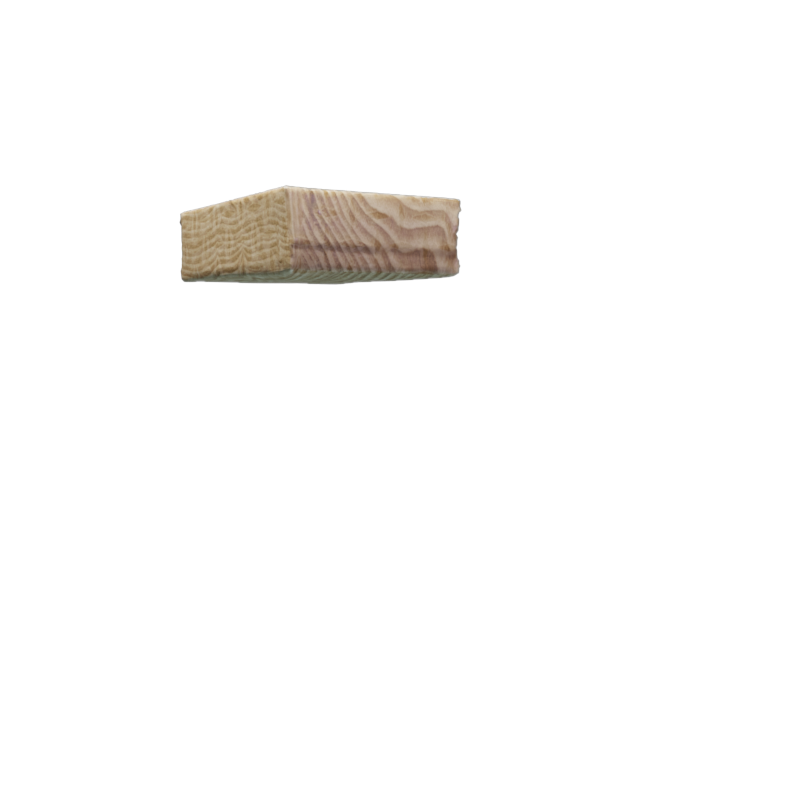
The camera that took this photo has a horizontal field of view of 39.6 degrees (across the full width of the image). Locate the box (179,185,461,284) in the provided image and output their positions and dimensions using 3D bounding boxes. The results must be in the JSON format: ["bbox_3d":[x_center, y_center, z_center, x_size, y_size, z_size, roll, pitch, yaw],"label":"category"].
[{"bbox_3d":[-0.040,-0.073,0.514,0.087,0.039,0.118,-2,5,-32],"label":"box"}]
